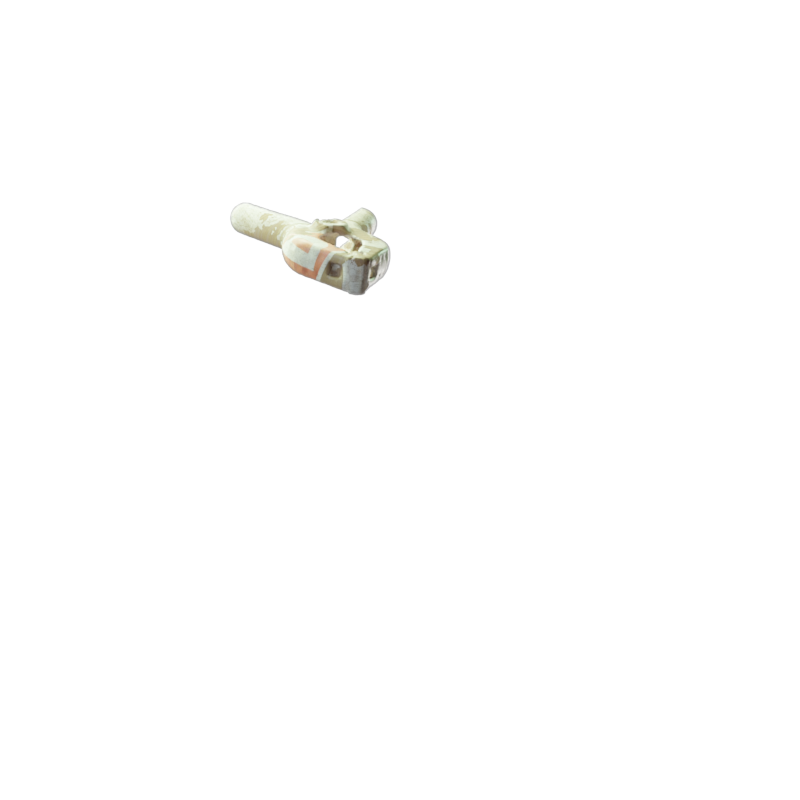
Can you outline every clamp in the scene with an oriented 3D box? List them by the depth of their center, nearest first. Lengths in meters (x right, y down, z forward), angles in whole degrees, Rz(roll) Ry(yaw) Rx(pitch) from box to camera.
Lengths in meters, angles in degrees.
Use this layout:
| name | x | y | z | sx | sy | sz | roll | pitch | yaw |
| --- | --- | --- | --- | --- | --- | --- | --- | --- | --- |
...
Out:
| name | x | y | z | sx | sy | sz | roll | pitch | yaw |
| --- | --- | --- | --- | --- | --- | --- | --- | --- | --- |
| clamp | -0.065 | -0.119 | 0.833 | 0.119 | 0.038 | 0.180 | -3 | 20 | -9 |
